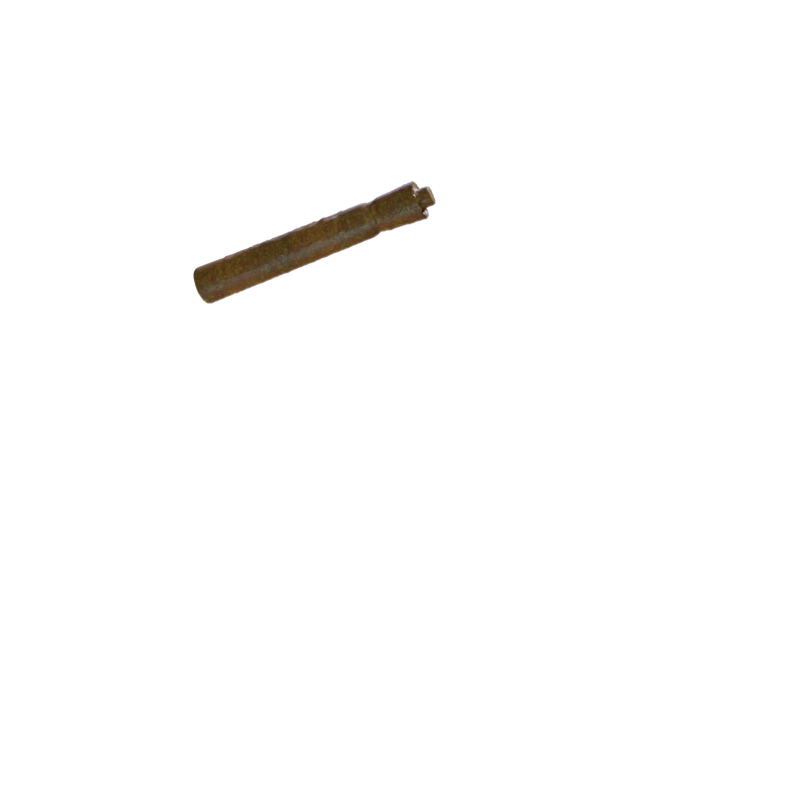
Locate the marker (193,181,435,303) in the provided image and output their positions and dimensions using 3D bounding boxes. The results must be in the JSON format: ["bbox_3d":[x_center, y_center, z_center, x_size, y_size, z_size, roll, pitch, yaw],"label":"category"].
[{"bbox_3d":[-0.041,-0.074,0.521,0.122,0.020,0.019,-19,-1,16],"label":"marker"}]
